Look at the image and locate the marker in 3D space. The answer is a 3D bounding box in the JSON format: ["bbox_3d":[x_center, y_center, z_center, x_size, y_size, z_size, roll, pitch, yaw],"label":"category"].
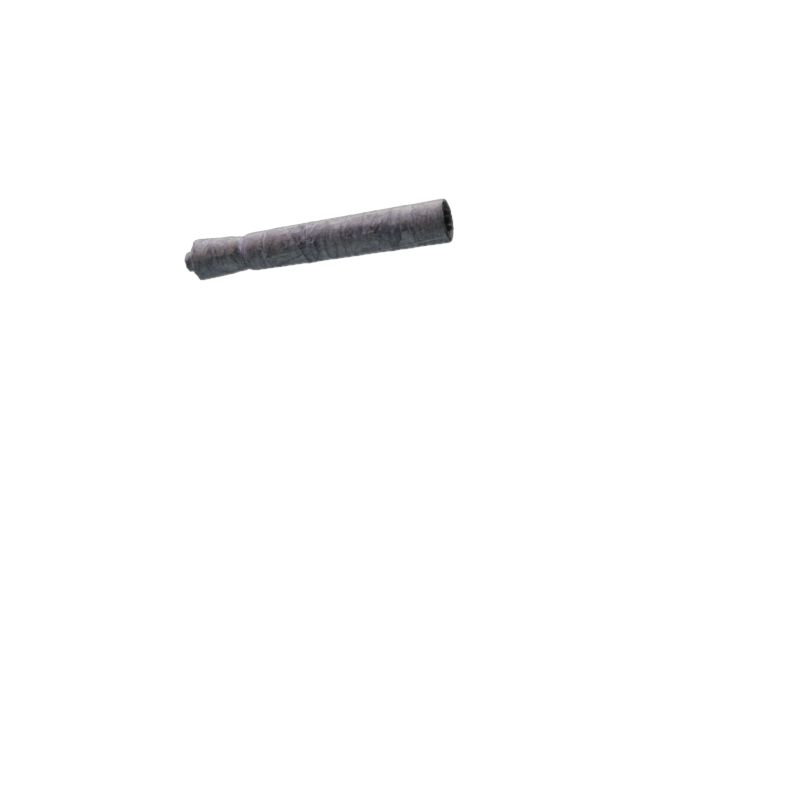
[{"bbox_3d":[-0.038,-0.069,0.481,0.123,0.020,0.019,-6,2,19],"label":"marker"}]
